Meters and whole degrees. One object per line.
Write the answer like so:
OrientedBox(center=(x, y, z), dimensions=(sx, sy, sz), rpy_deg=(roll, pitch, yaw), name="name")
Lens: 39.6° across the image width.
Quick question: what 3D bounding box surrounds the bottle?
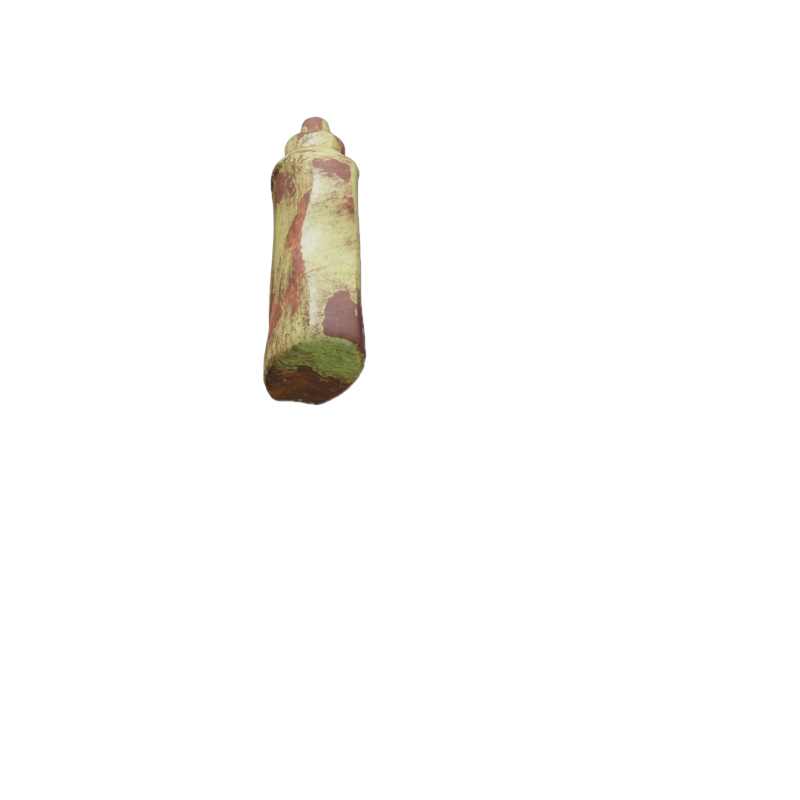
OrientedBox(center=(-0.055, -0.101, 0.710), dimensions=(0.057, 0.204, 0.092), rpy_deg=(6, -30, -15), name="bottle")
